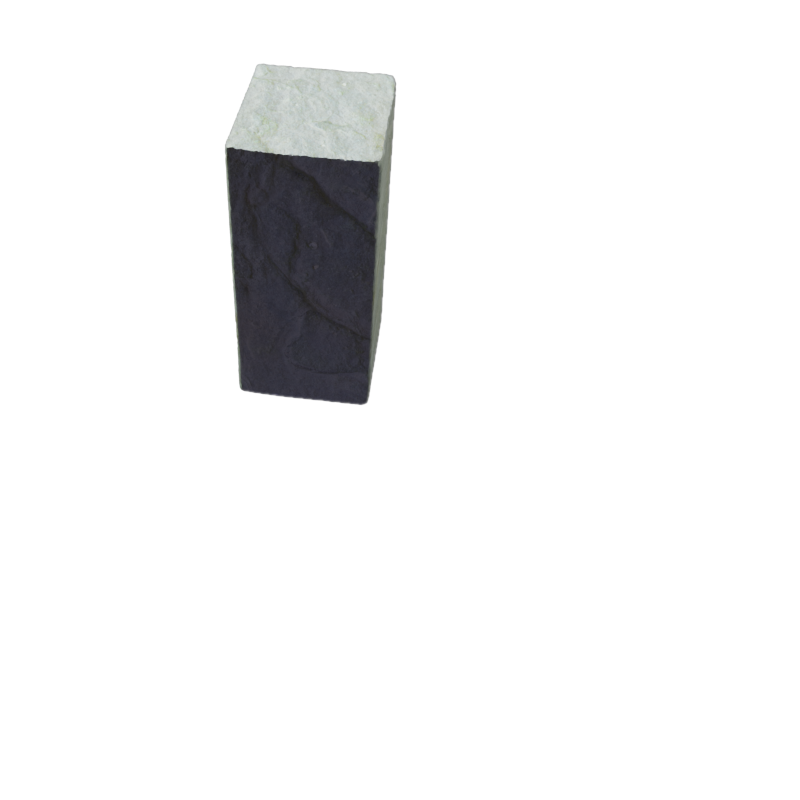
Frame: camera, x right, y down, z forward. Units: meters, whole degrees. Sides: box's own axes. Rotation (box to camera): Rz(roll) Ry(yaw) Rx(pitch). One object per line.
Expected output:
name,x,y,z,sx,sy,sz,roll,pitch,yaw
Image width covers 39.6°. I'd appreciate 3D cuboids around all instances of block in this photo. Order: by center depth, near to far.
block,-0.055,-0.102,0.713,0.091,0.192,0.096,7,45,4
